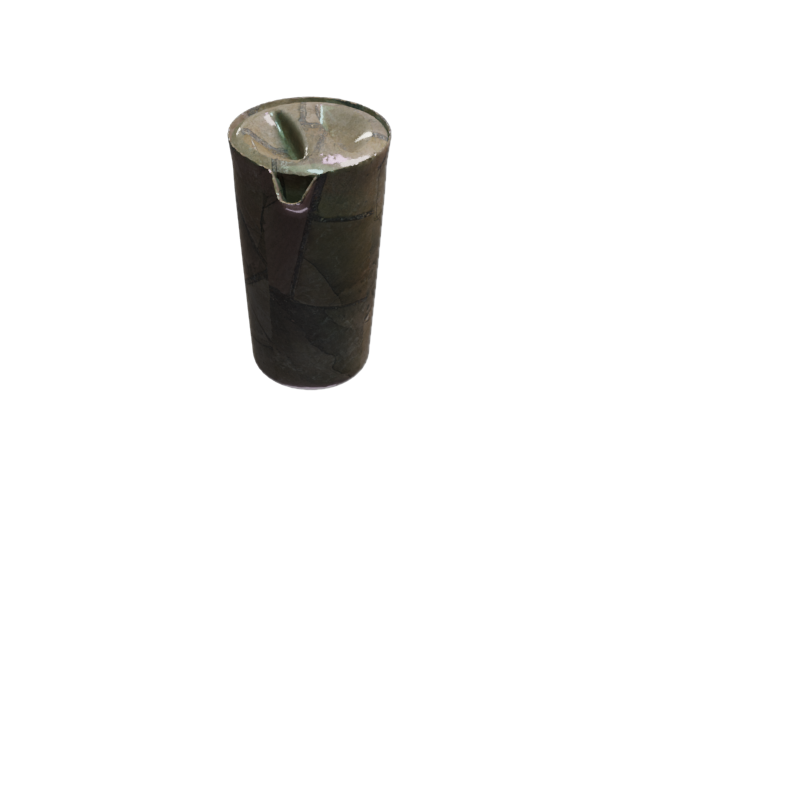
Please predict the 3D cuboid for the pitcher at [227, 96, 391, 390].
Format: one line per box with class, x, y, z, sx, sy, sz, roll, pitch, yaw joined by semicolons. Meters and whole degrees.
pitcher;-0.076;-0.139;0.971;0.148;0.227;0.156;-24;44;-30
